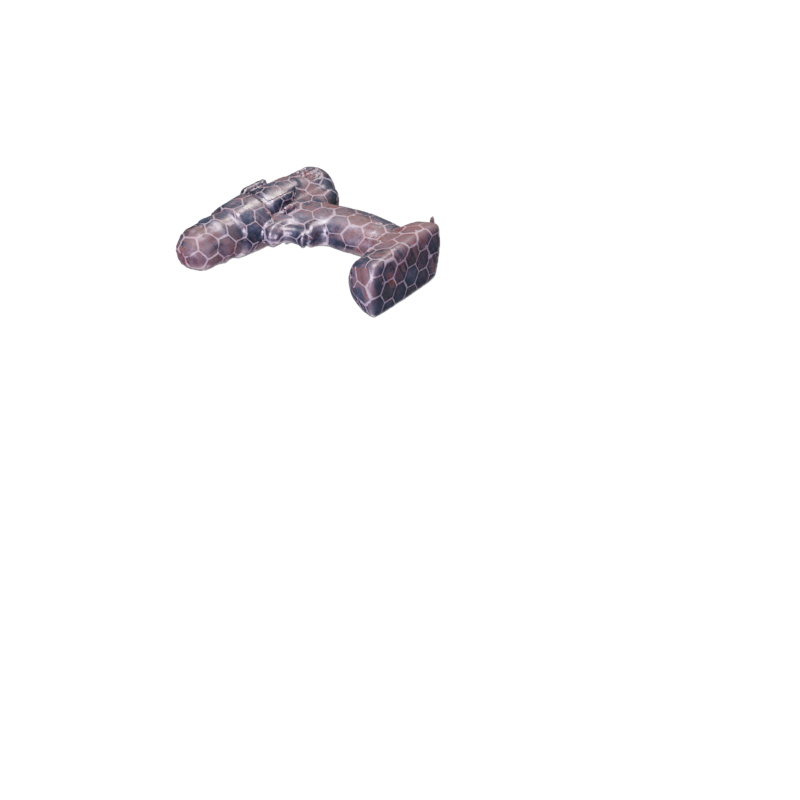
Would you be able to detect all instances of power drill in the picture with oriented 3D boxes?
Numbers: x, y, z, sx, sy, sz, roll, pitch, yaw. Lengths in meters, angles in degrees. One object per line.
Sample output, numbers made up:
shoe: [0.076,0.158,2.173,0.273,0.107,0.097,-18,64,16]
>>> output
power drill: [-0.075,-0.137,0.963,0.199,0.054,0.186,26,44,30]
